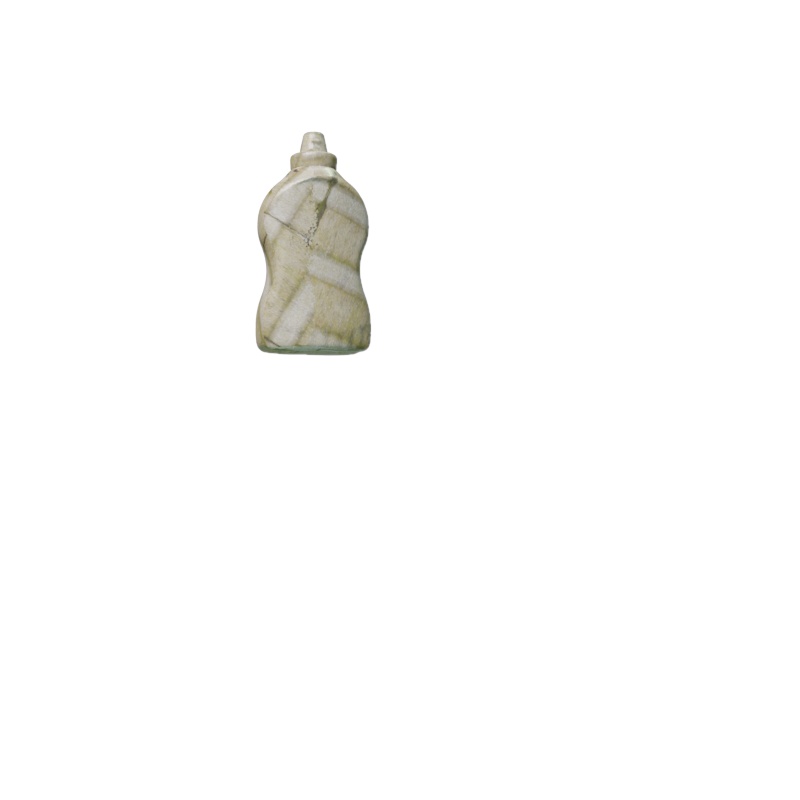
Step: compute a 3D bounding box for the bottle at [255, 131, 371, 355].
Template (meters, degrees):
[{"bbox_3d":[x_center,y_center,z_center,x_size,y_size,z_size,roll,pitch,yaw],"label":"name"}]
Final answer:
[{"bbox_3d":[-0.075,-0.136,0.954,0.094,0.197,0.058,2,-10,-15],"label":"bottle"}]
